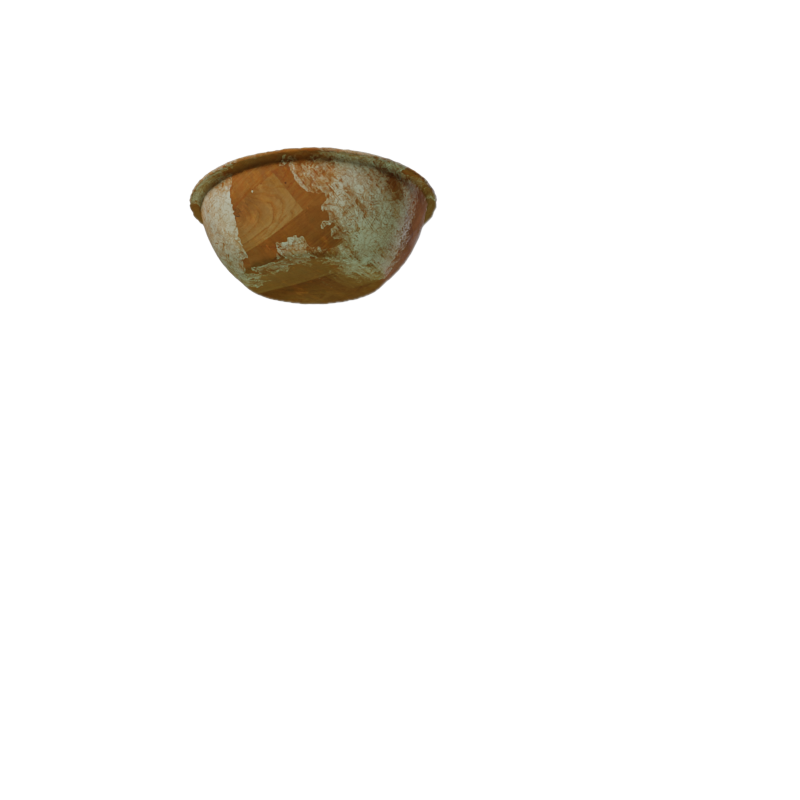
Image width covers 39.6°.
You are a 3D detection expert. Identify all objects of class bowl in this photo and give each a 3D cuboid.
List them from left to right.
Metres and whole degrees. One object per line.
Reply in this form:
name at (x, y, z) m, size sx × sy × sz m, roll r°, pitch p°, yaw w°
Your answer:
bowl at (-0.056, -0.102, 0.717) m, size 0.162 × 0.058 × 0.155 m, roll 0°, pitch -16°, yaw -2°
